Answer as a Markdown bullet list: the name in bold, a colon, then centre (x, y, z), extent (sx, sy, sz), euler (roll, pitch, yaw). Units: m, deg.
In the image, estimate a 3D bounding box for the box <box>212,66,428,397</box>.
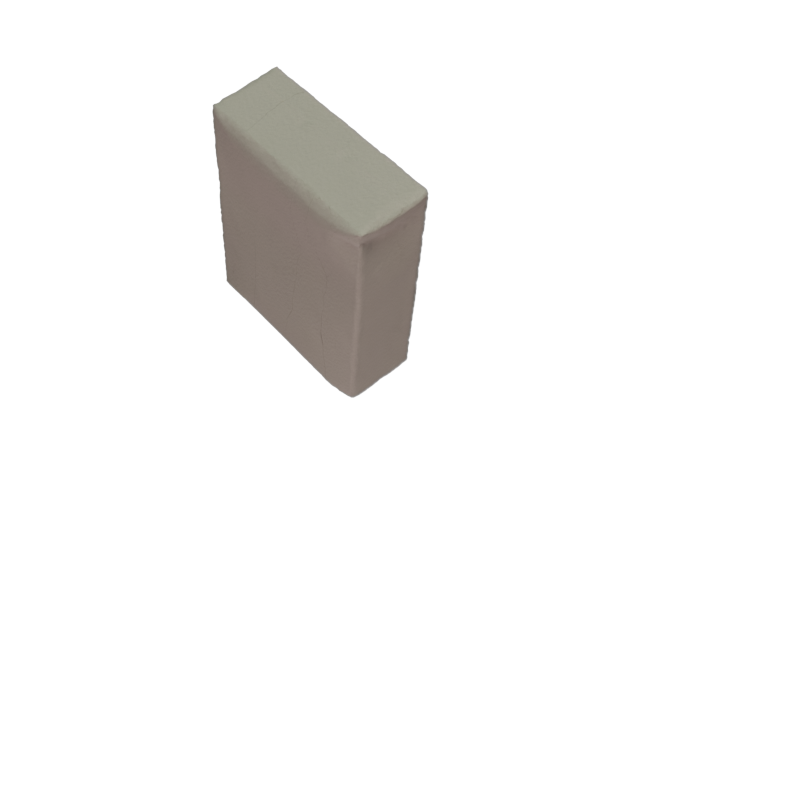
- **box**: centre (-0.066, -0.121, 0.849), extent (0.072, 0.174, 0.200), euler (-35, -26, -23)
